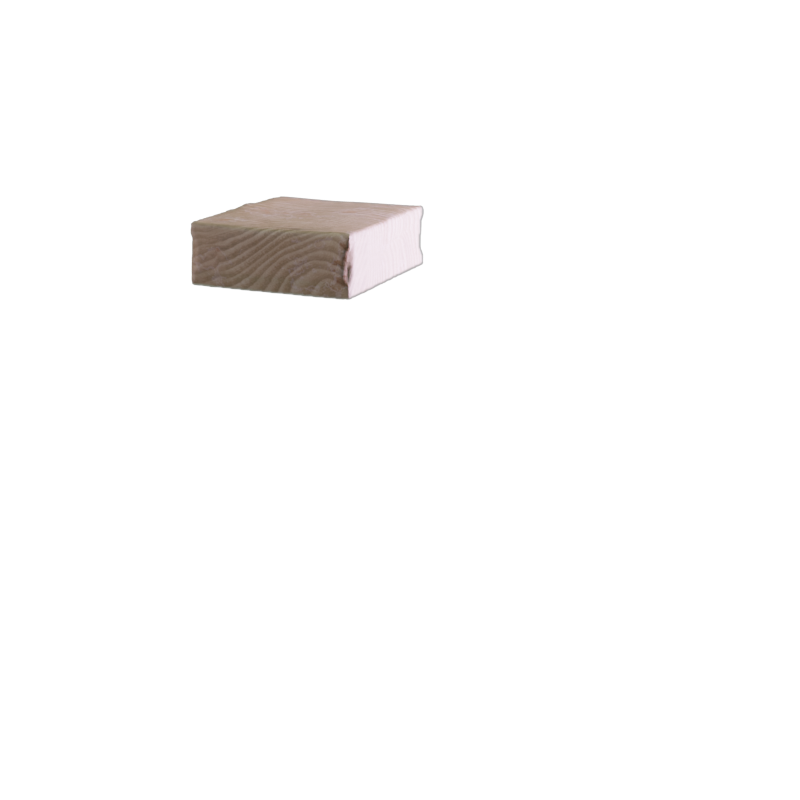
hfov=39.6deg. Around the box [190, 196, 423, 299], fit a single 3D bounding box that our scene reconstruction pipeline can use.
[{"bbox_3d":[-0.038,-0.069,0.483,0.076,0.029,0.089,7,19,22],"label":"box"}]
